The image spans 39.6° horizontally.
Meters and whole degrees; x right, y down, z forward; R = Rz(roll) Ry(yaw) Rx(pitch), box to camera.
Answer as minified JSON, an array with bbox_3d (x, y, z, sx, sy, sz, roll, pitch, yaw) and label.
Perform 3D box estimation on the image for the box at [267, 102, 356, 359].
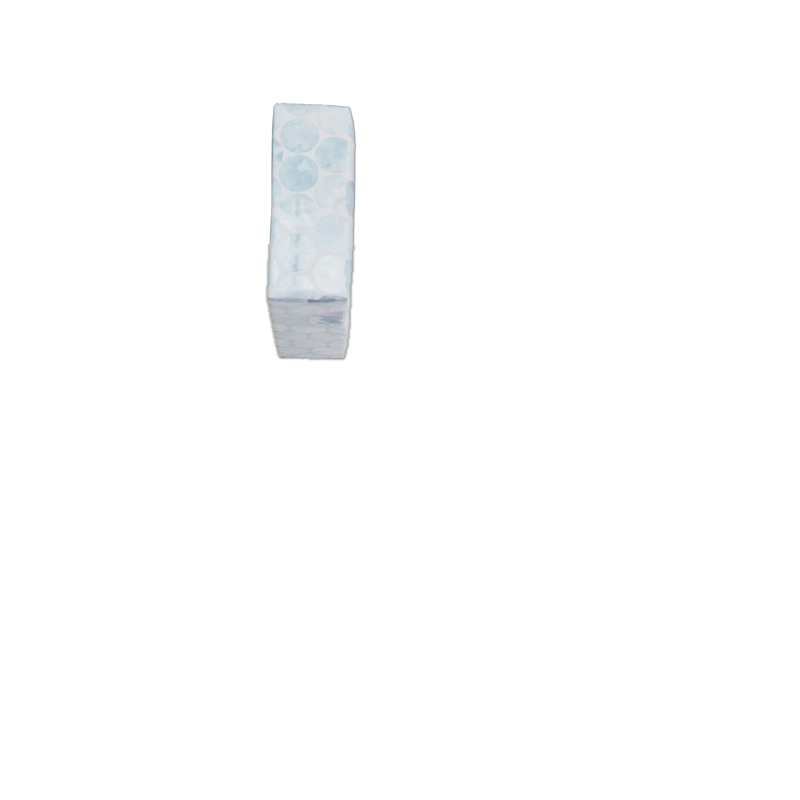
[{"bbox_3d":[-0.075,-0.137,0.958,0.072,0.171,0.206,1,-14,-4],"label":"box"}]
